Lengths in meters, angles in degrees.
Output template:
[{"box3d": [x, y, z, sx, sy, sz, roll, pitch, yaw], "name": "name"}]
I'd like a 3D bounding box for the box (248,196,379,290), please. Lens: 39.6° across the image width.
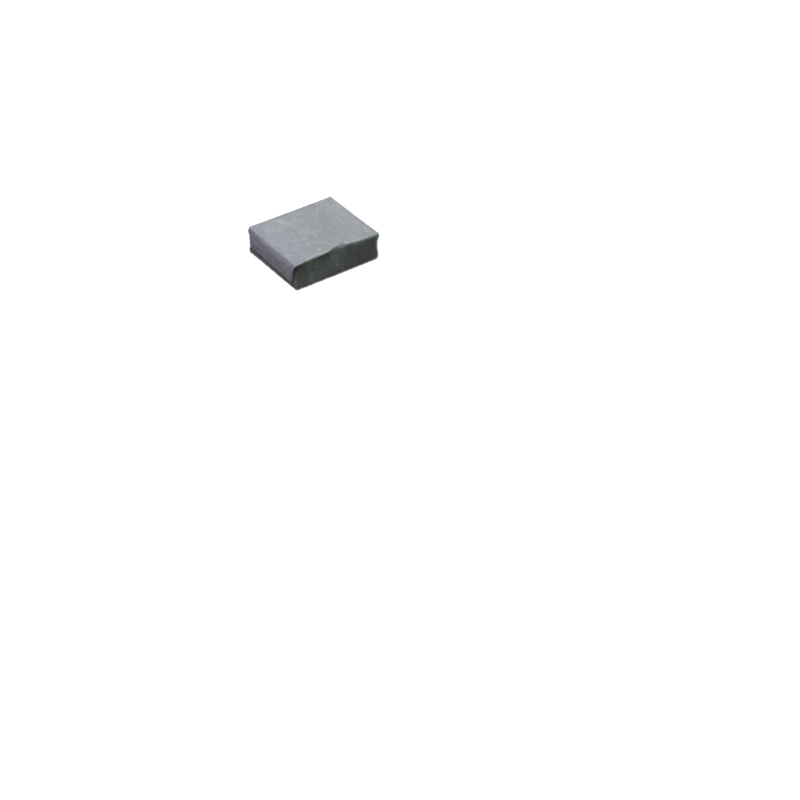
[{"box3d": [-0.075, -0.136, 0.951, 0.088, 0.028, 0.079, -24, 45, -28], "name": "box"}]
